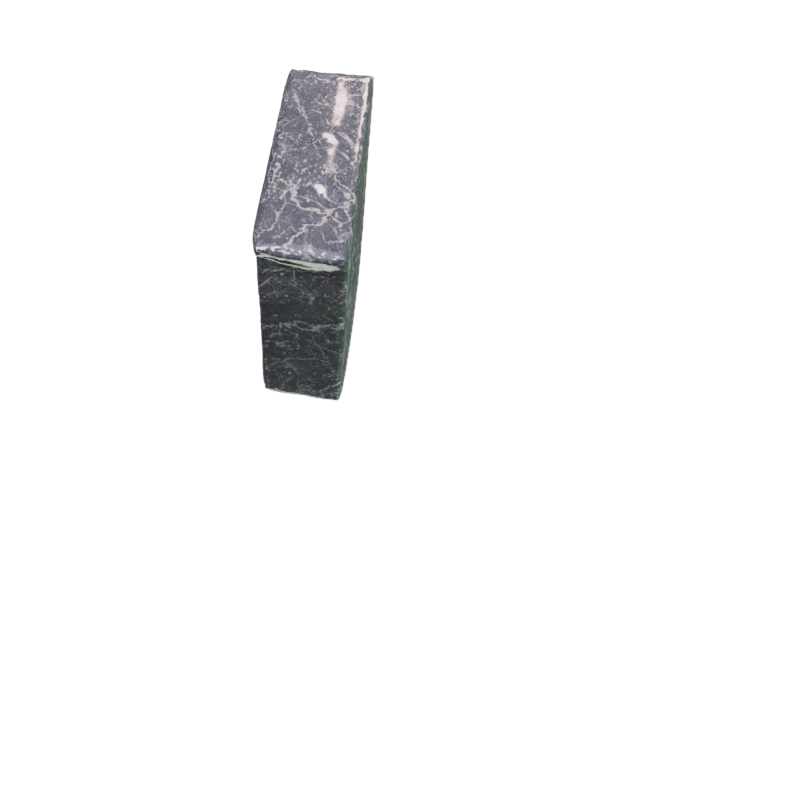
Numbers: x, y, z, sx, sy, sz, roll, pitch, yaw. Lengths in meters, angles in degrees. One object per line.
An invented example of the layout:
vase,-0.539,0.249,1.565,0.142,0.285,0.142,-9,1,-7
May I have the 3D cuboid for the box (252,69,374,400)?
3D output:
box,-0.067,-0.122,0.851,0.072,0.174,0.201,7,-29,-1
